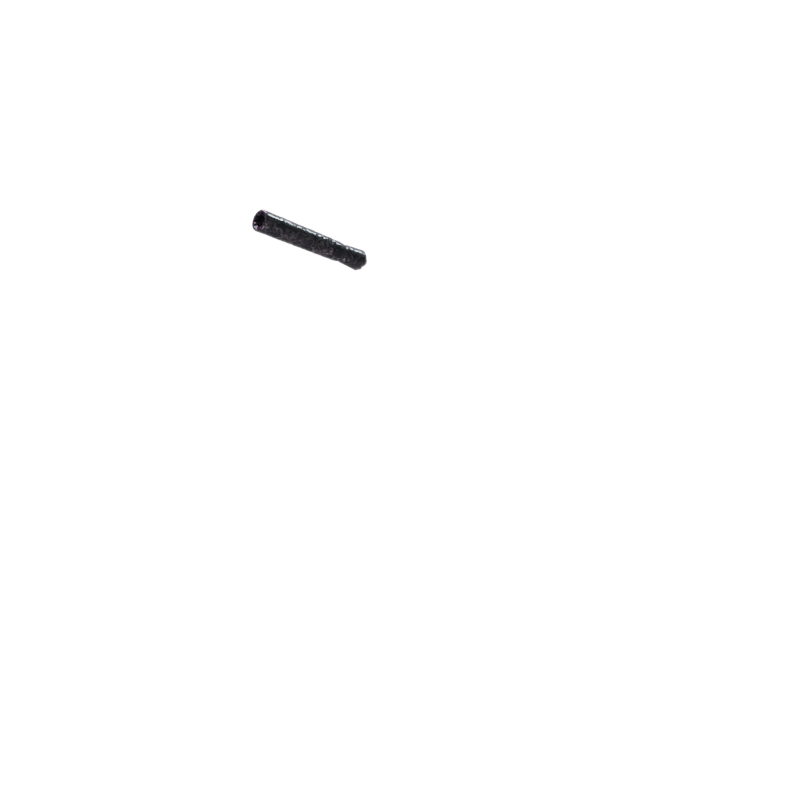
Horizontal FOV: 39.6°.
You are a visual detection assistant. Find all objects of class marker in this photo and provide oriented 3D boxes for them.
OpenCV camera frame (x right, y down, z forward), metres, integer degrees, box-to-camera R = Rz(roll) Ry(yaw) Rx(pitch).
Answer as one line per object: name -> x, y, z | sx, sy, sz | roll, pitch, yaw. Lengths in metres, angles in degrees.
marker -> -0.074, -0.135, 0.945 | 0.114, 0.020, 0.021 | 17, -8, -40
